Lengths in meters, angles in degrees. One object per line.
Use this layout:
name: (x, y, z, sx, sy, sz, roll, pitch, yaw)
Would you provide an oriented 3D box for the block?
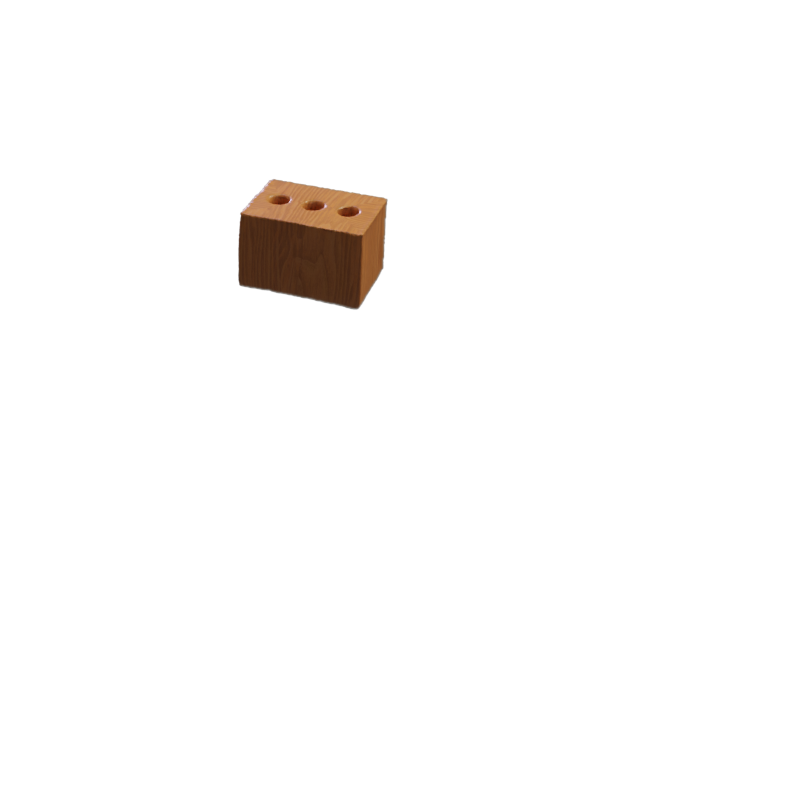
block: (-0.052, -0.095, 0.666, 0.080, 0.048, 0.055, 11, 35, 15)
